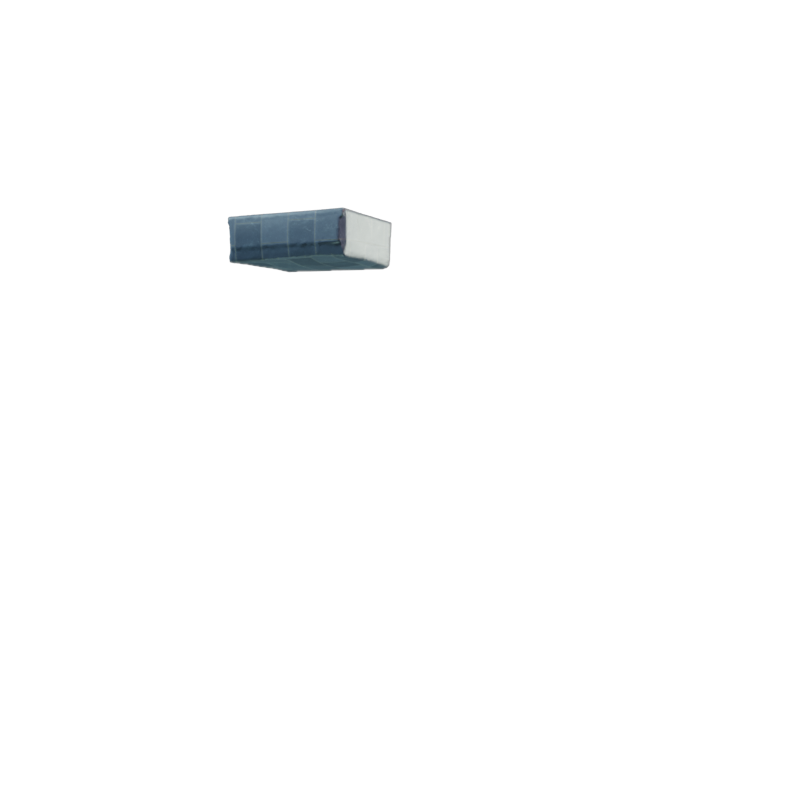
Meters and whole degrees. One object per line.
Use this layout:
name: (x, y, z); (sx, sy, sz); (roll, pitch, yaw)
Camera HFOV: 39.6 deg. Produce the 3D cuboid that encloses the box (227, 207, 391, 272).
box: (-0.064, -0.118, 0.825); (0.092, 0.039, 0.110); (0, 0, 19)
